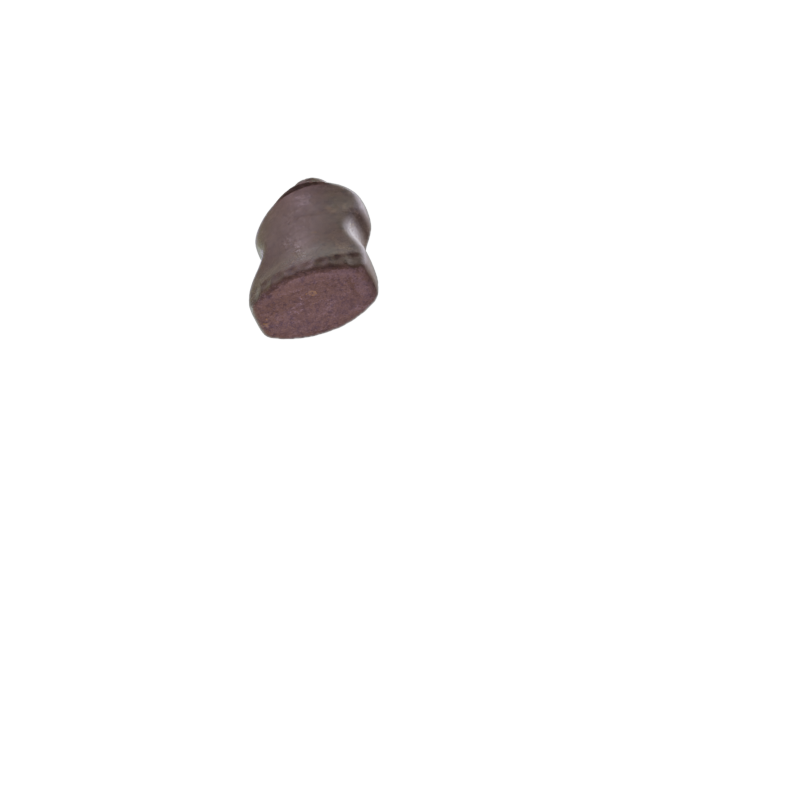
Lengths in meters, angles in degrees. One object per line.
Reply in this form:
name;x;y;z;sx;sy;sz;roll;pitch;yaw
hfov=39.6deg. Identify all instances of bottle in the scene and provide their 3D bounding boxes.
bottle;-0.071;-0.129;0.901;0.096;0.054;0.205;-20;34;10
